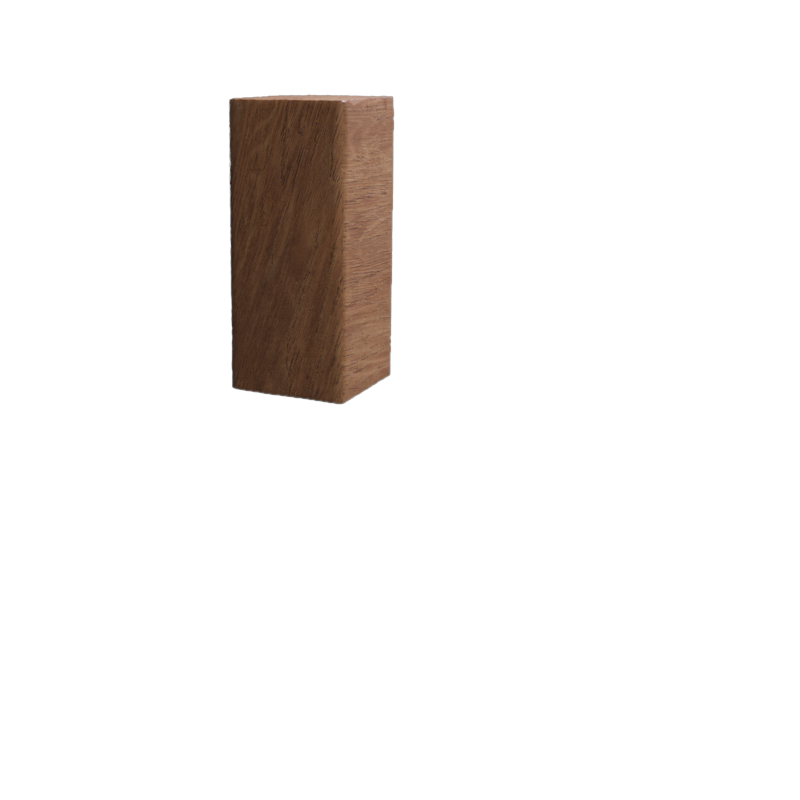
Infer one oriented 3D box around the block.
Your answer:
[{"bbox_3d":[-0.062,-0.113,0.792,0.093,0.201,0.090,5,11,24],"label":"block"}]
